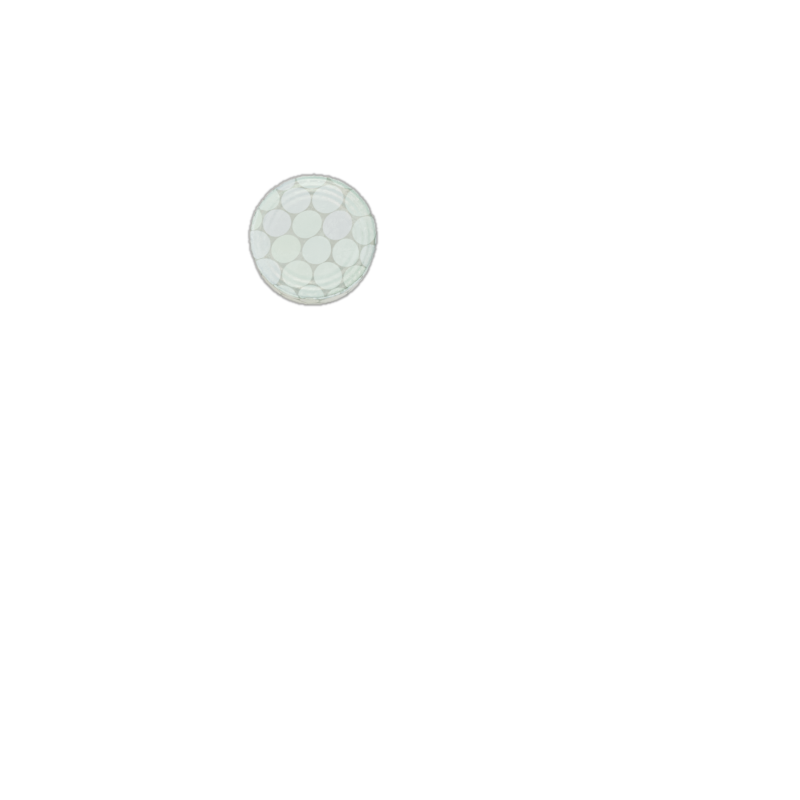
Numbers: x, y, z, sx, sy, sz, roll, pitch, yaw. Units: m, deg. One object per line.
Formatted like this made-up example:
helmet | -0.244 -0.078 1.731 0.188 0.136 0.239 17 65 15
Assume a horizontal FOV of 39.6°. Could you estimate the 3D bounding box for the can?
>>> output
can | -0.059 -0.108 0.757 0.086 0.089 0.033 0 -12 -1
